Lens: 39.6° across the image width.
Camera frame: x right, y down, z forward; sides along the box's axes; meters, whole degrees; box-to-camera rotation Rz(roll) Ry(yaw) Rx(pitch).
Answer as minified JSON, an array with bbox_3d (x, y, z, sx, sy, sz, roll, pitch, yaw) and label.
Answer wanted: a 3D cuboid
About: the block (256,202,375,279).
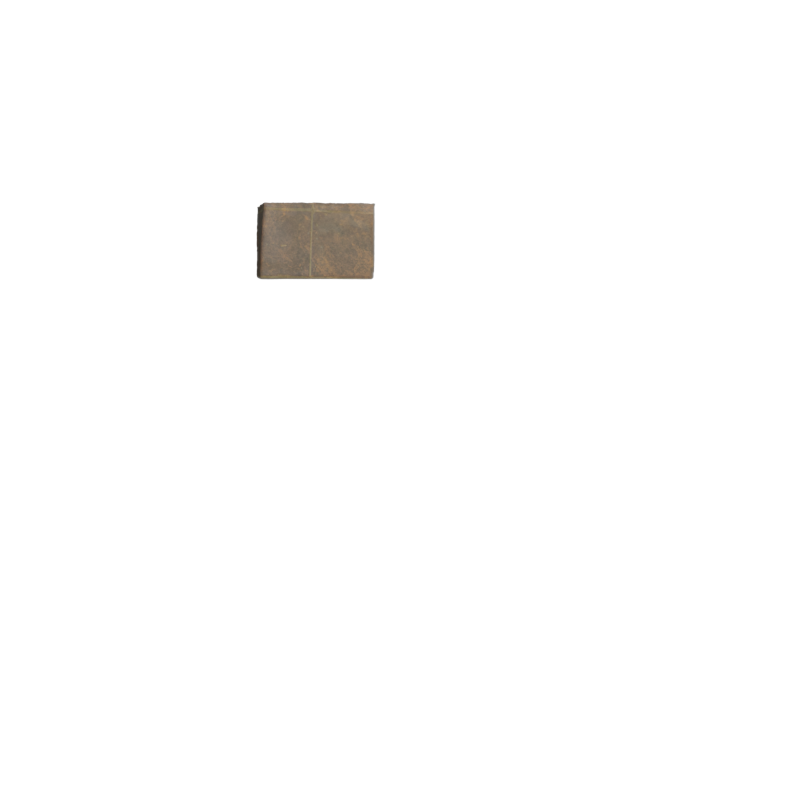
[{"bbox_3d":[-0.060,-0.109,0.763,0.077,0.051,0.054,-1,3,-9],"label":"block"}]
